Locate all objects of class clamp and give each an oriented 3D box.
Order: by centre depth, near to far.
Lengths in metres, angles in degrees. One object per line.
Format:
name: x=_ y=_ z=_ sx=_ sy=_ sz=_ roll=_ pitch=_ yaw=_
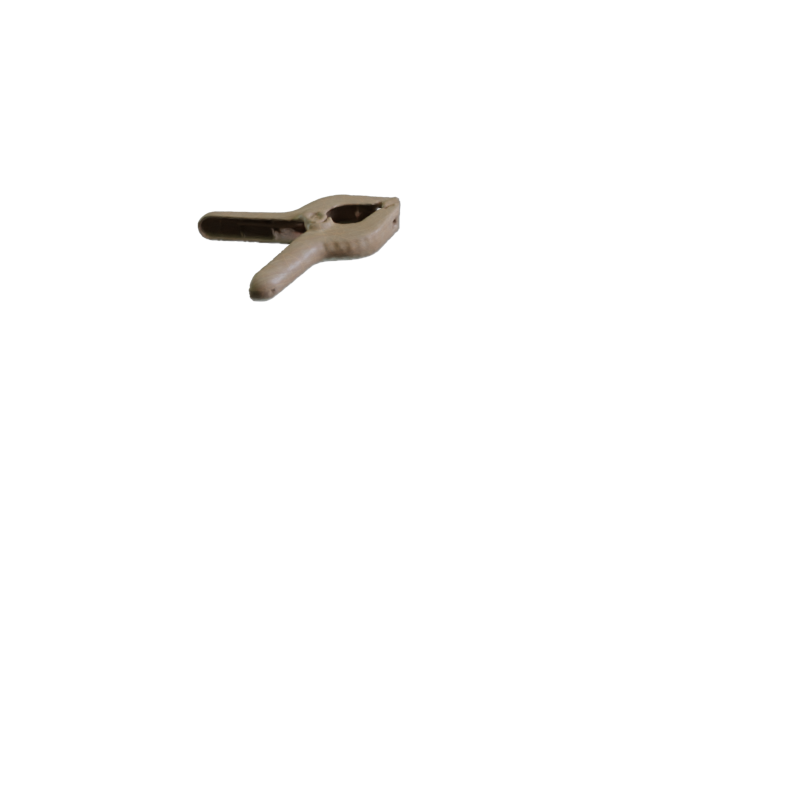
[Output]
clamp: x=-0.072 y=-0.130 z=0.913 sx=0.169 sy=0.036 sz=0.130 roll=-14 pitch=45 yaw=-14
